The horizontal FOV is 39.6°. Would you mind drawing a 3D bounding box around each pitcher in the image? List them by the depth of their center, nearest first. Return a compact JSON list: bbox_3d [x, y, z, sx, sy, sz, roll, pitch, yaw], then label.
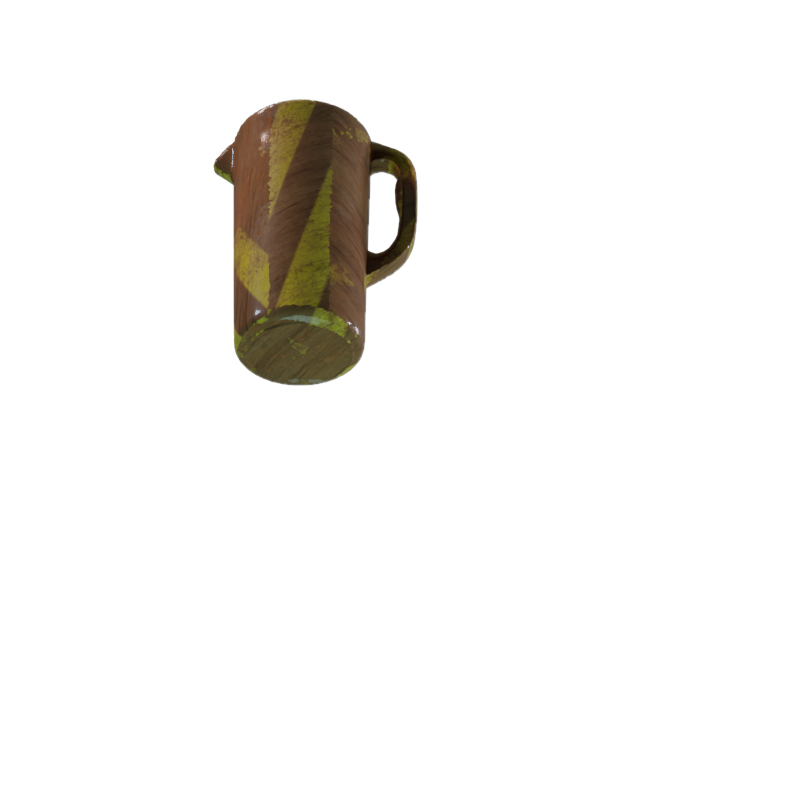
[{"bbox_3d":[-0.077,-0.140,0.979,0.148,0.260,0.136,-31,-45,33],"label":"pitcher"}]
